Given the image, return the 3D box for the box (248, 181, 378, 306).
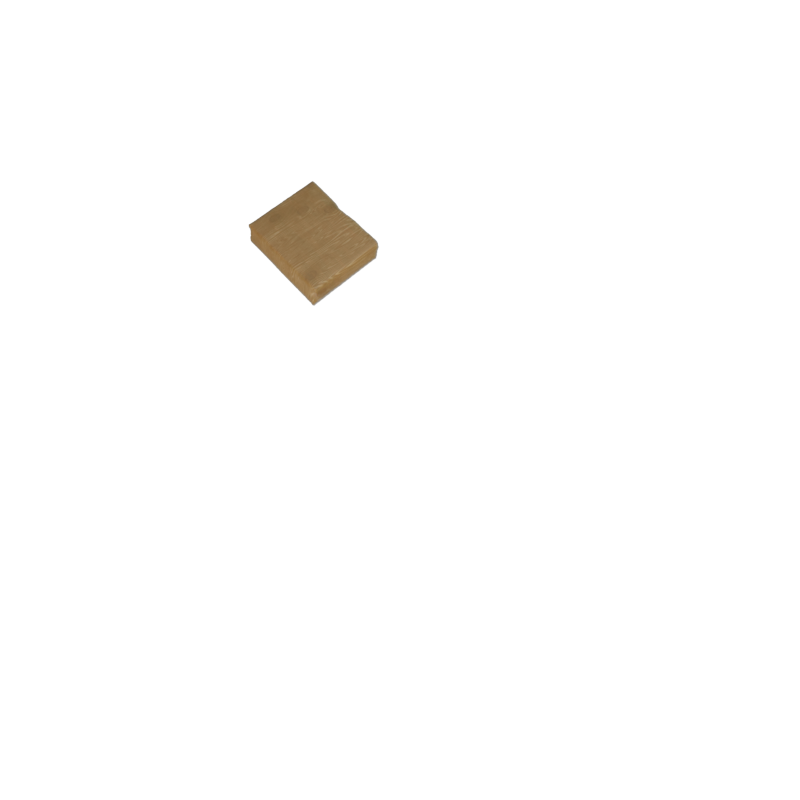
[{"bbox_3d":[-0.075,-0.136,0.955,0.074,0.094,0.028,-37,-24,-20],"label":"box"}]
